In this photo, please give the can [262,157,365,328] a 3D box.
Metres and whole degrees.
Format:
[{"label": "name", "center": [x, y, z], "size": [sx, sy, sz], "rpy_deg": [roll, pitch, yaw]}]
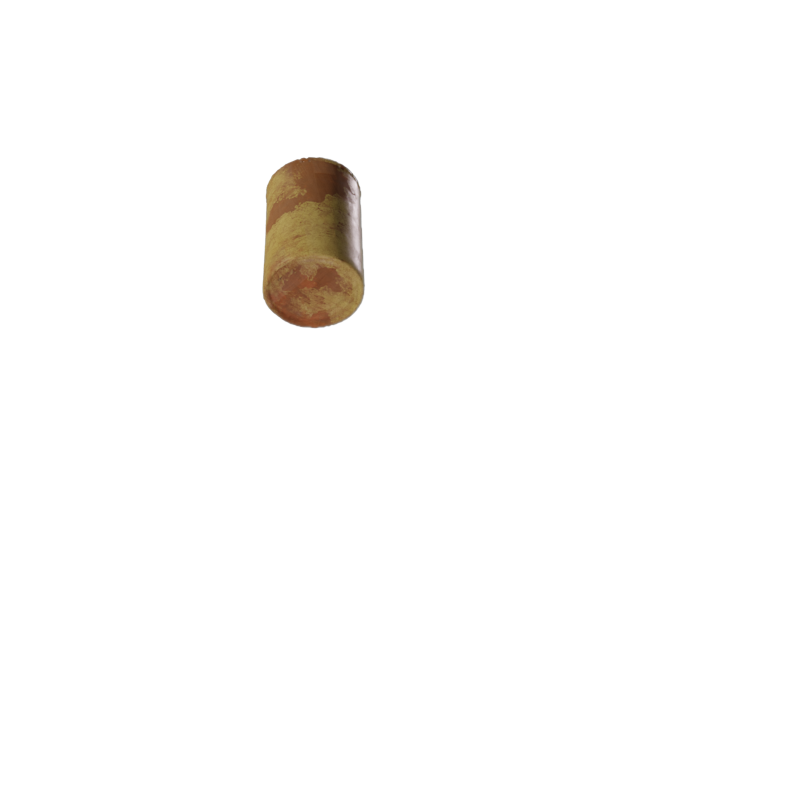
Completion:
[{"label": "can", "center": [-0.059, -0.107, 0.750], "size": [0.068, 0.110, 0.064], "rpy_deg": [-1, -45, -3]}]
